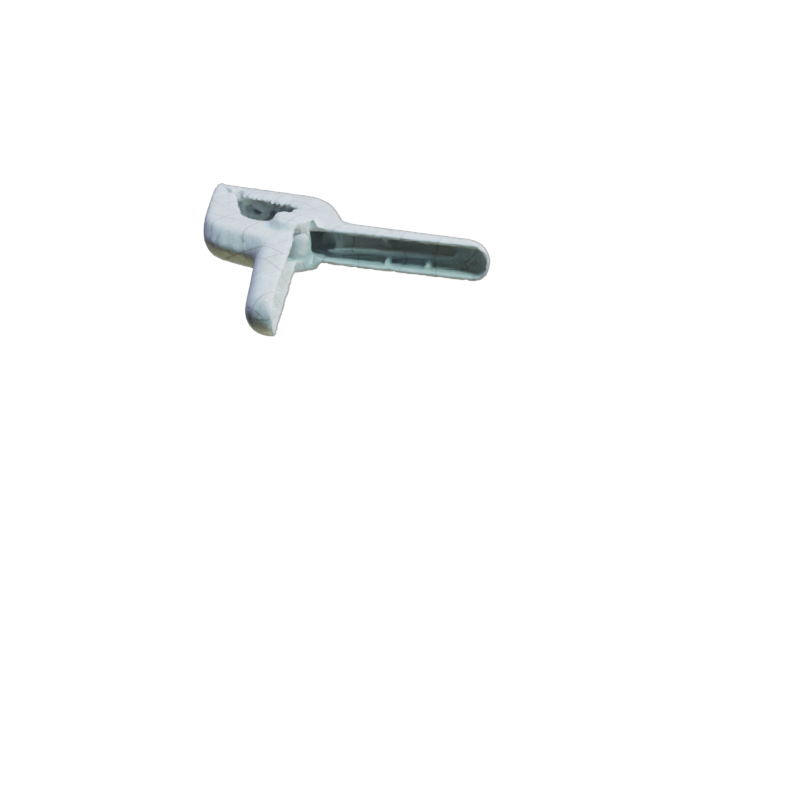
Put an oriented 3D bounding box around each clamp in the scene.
[{"bbox_3d":[-0.056,-0.102,0.717,0.161,0.035,0.225,-13,29,-24],"label":"clamp"}]
